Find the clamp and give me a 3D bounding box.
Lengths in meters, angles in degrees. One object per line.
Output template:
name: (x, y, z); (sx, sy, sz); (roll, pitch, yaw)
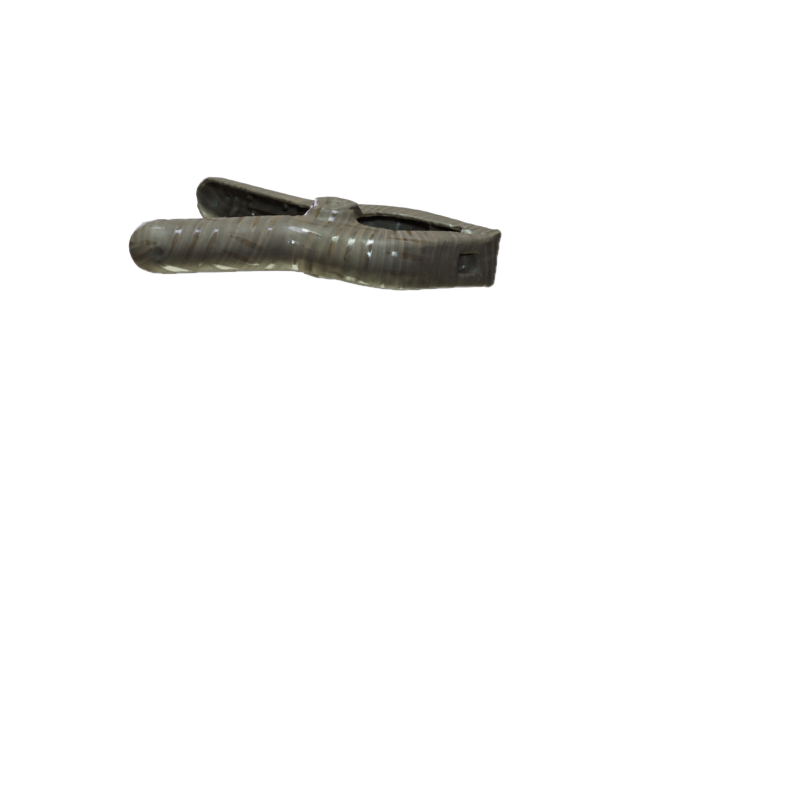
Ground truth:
clamp: (-0.042, -0.076, 0.533); (0.176, 0.037, 0.123); (9, 28, 16)
